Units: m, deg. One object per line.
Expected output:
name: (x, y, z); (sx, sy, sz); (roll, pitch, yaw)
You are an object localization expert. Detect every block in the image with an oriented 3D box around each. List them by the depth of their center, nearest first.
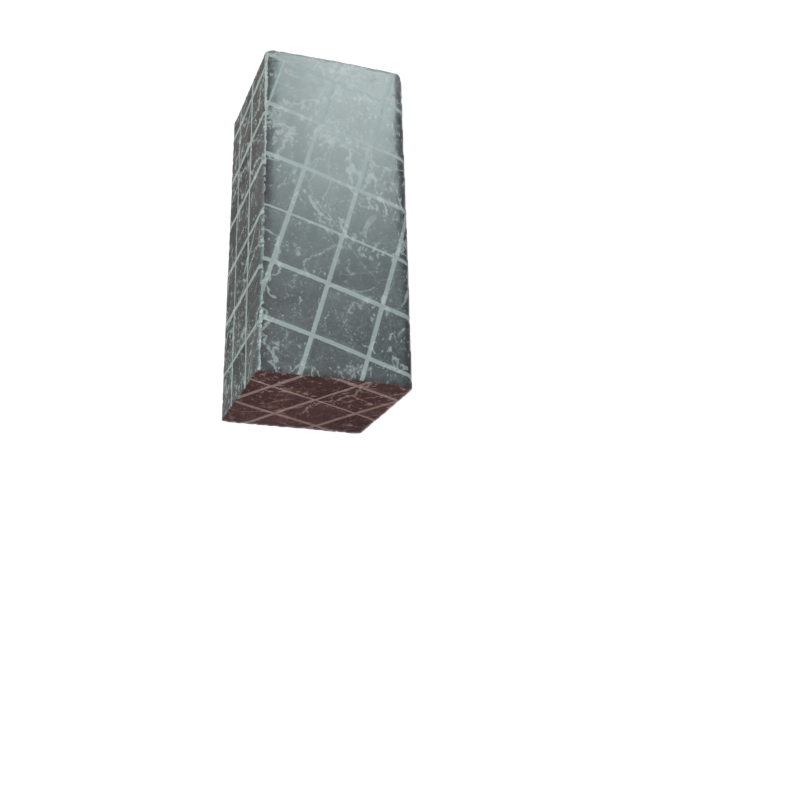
block: (-0.052, -0.096, 0.670); (0.088, 0.218, 0.088); (7, -26, -18)
